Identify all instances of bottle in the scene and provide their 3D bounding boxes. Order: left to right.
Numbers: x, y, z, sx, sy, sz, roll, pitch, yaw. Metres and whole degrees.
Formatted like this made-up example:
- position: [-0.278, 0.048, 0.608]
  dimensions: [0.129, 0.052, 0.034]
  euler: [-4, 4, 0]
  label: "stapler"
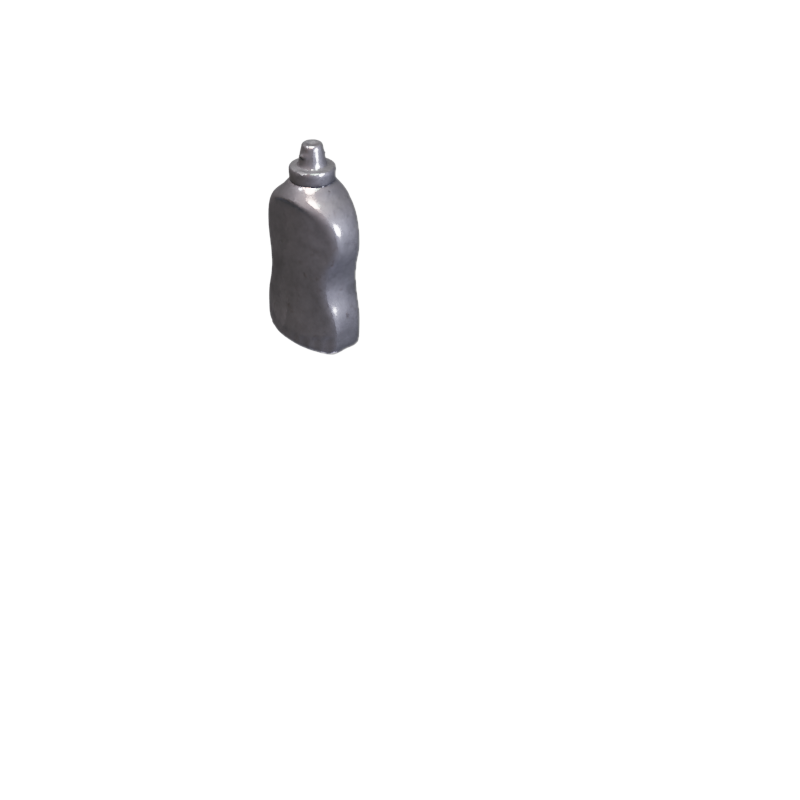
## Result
- position: [-0.078, -0.141, 0.990]
  dimensions: [0.058, 0.180, 0.103]
  euler: [-22, 38, -35]
  label: "bottle"
